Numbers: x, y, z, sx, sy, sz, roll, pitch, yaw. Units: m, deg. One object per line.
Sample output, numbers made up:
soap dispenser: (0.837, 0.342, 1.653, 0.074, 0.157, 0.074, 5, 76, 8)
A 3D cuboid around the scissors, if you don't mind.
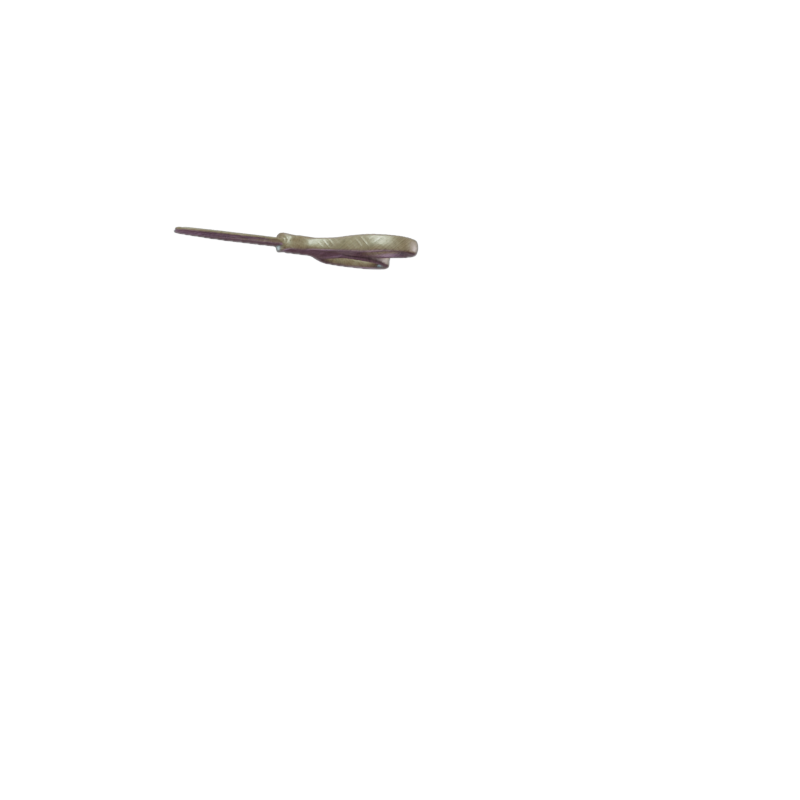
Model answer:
scissors: (-0.067, -0.122, 0.857, 0.099, 0.016, 0.192, -3, -5, 41)
